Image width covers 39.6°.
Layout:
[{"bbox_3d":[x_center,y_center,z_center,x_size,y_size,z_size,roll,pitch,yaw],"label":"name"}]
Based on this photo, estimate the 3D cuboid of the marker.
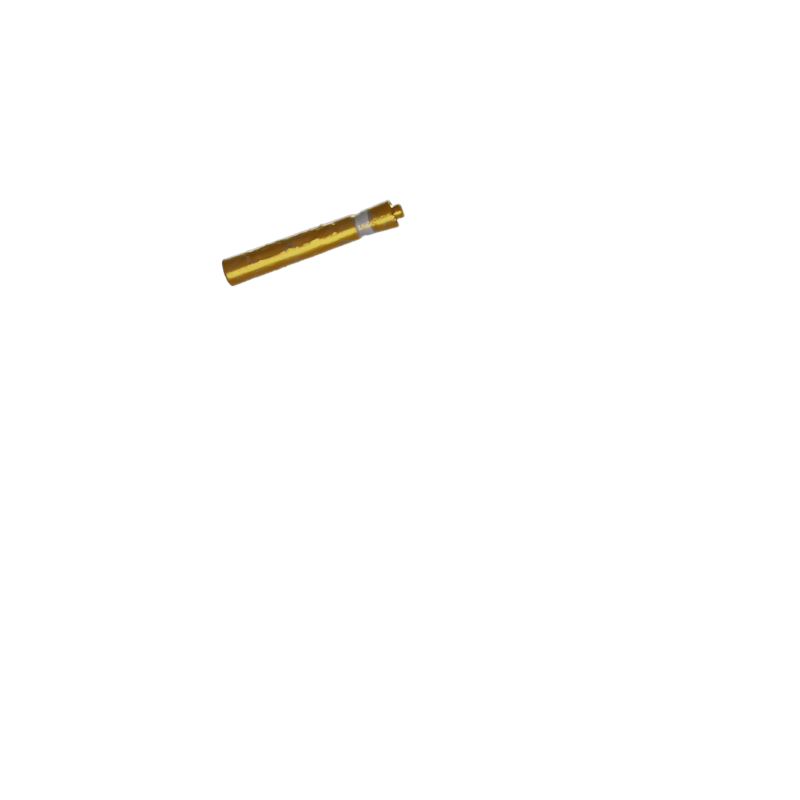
[{"bbox_3d":[-0.055,-0.101,0.709,0.121,0.020,0.020,-19,1,10],"label":"marker"}]
